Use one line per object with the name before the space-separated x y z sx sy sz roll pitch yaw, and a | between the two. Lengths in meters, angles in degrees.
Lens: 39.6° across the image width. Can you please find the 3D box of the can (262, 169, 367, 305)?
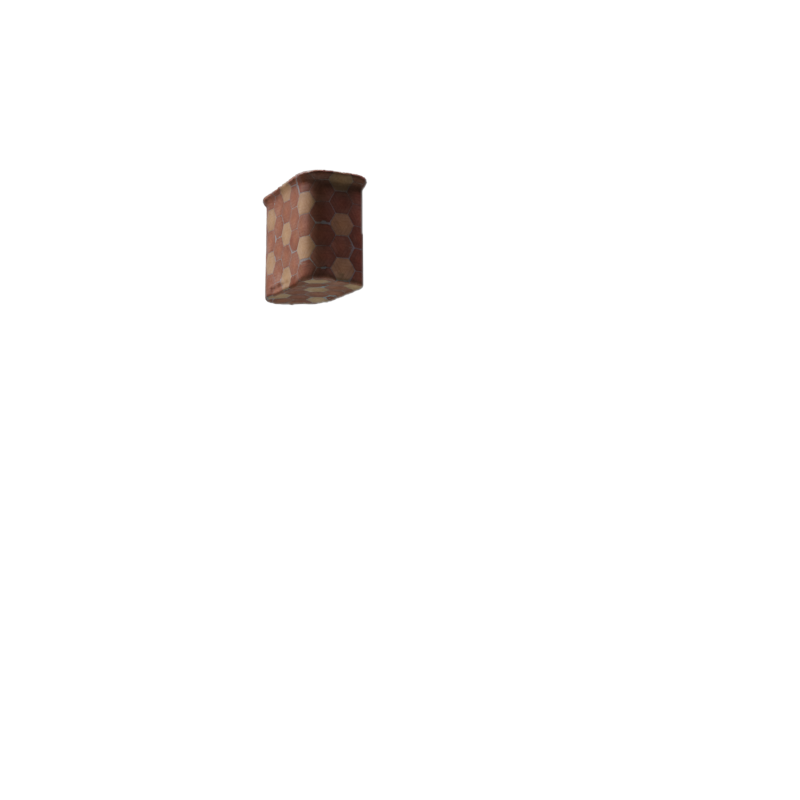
can | -0.067 -0.122 0.857 0.055 0.086 0.103 5 -11 -27
